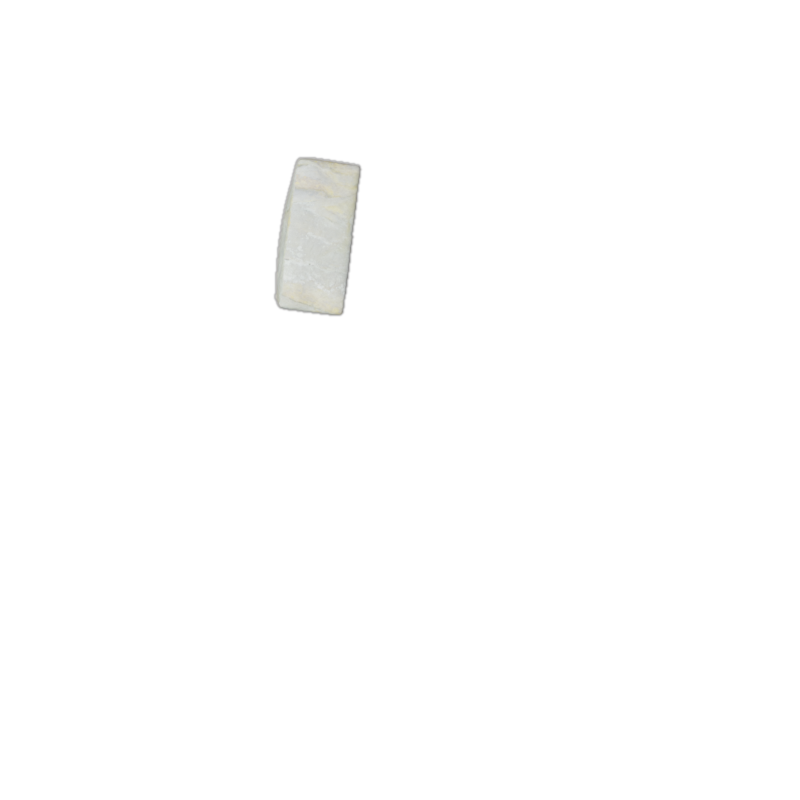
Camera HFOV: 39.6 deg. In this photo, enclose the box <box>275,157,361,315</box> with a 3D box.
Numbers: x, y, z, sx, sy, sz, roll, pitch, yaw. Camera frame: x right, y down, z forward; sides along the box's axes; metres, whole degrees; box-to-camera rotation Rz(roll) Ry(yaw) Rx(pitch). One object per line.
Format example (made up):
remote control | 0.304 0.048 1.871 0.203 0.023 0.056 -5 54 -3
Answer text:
box | -0.058 -0.106 0.742 0.048 0.093 0.177 7 3 -5
